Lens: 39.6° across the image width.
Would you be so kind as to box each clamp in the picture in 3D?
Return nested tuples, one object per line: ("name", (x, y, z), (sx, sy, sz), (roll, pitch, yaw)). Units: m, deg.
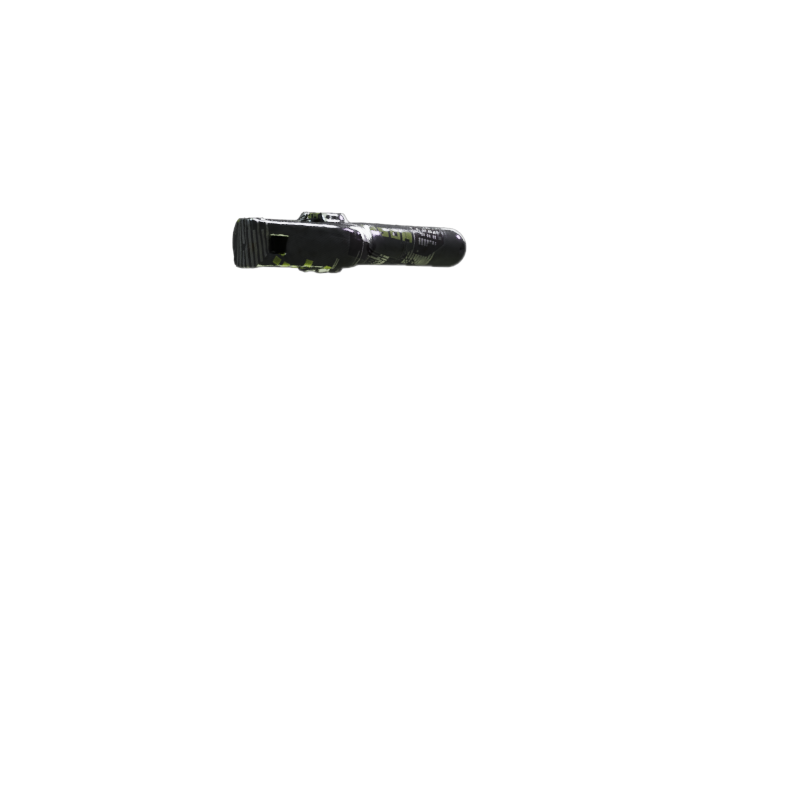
("clamp", (-0.052, -0.095, 0.666), (0.125, 0.039, 0.165), (3, 5, 37))
